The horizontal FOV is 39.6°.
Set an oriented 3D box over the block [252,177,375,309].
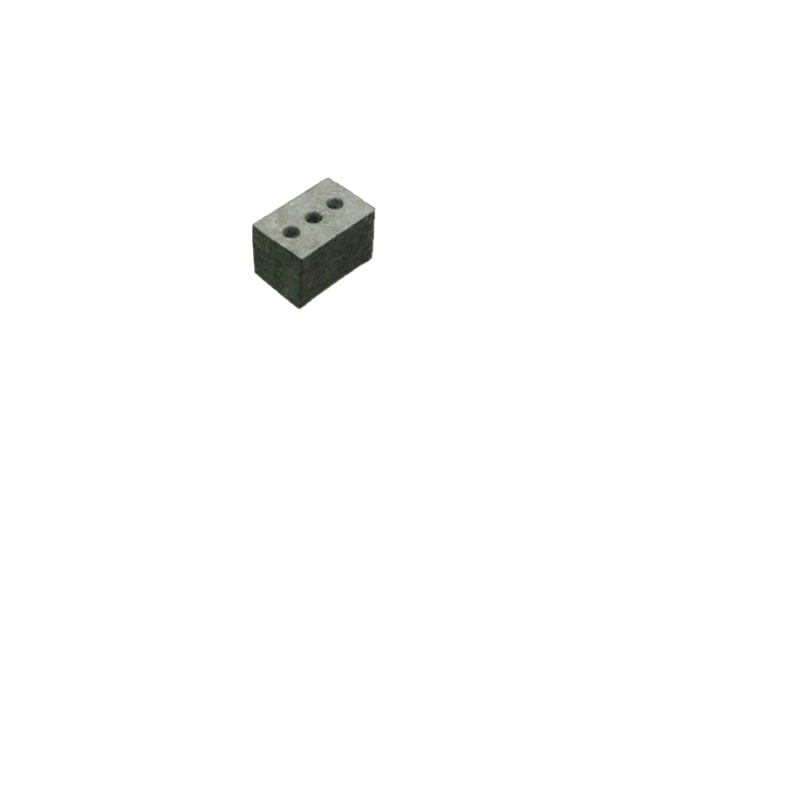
[{"bbox_3d":[-0.064,-0.116,0.813,0.056,0.048,0.079,36,56,26],"label":"block"}]
